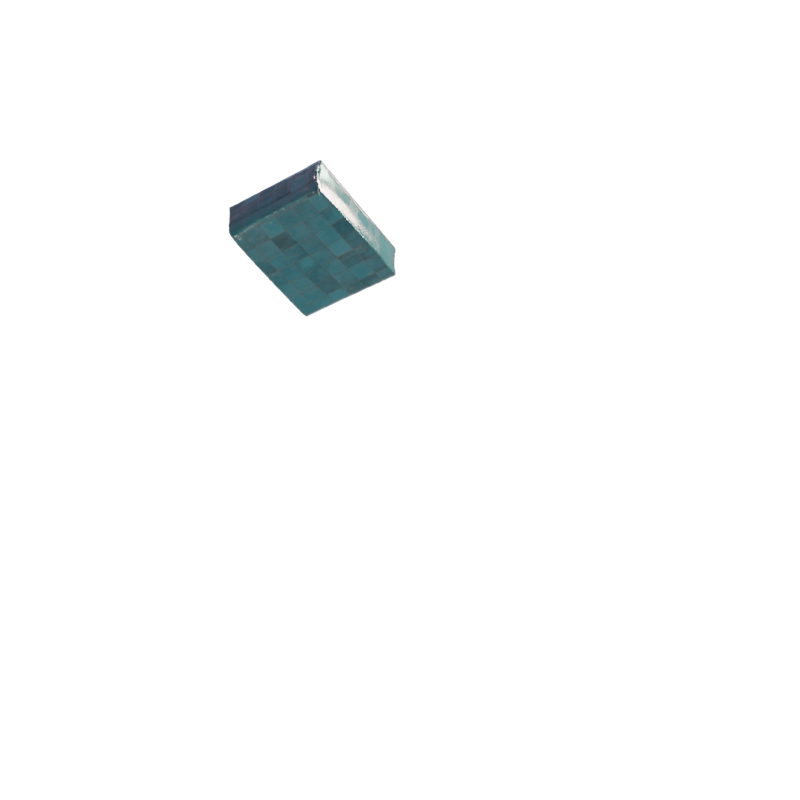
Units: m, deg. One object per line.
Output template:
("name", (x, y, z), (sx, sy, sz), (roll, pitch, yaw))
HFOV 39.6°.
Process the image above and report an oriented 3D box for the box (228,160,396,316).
("box", (-0.069, -0.126, 0.884), (0.090, 0.042, 0.105), (-24, -48, 23))
